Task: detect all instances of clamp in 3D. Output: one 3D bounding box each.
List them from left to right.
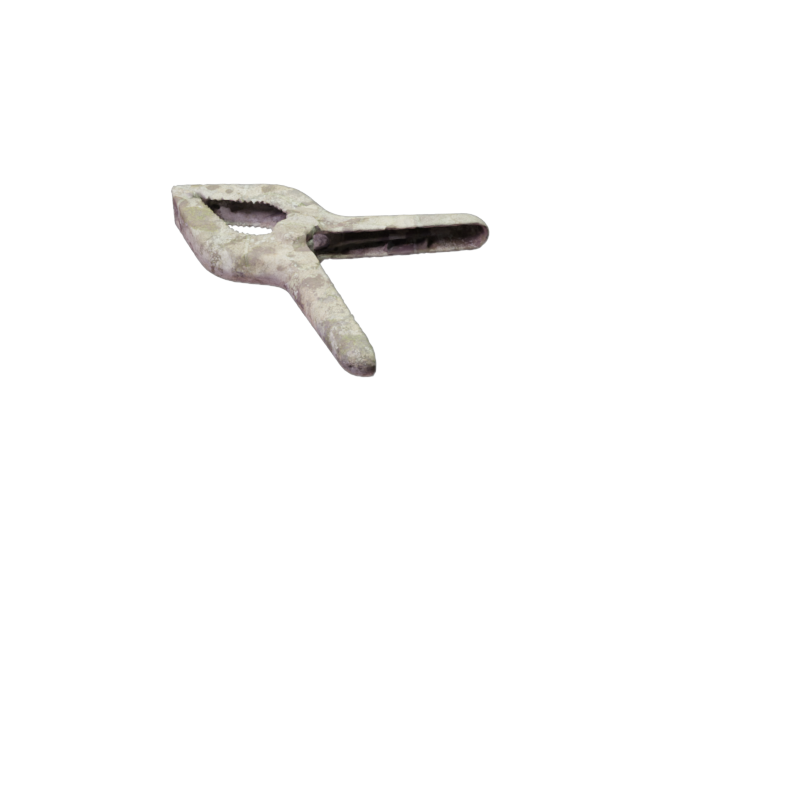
[{"bbox_3d":[-0.057,-0.104,0.729,0.222,0.034,0.167,26,47,28],"label":"clamp"}]
